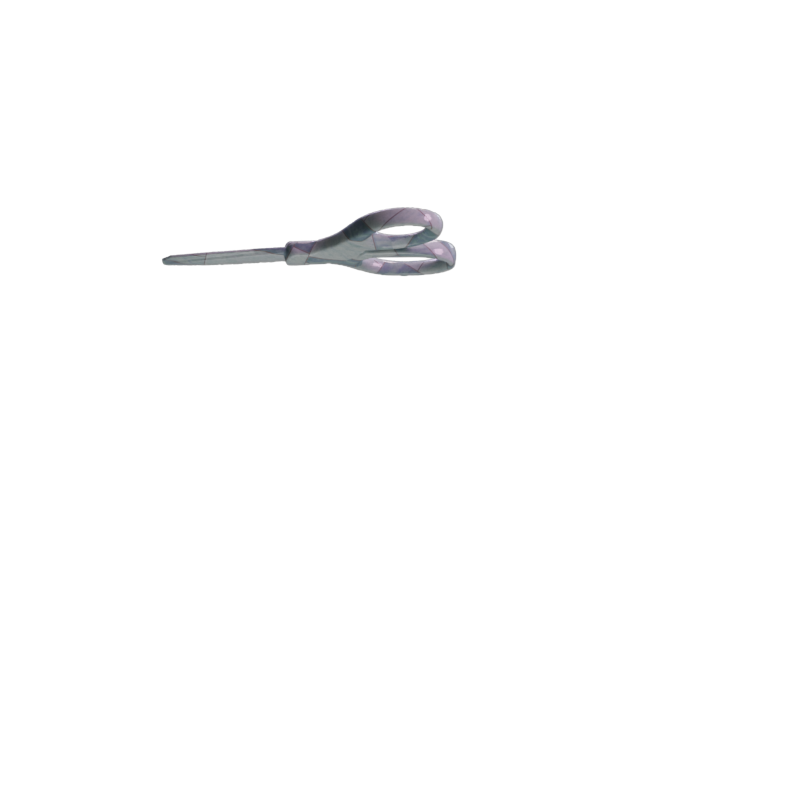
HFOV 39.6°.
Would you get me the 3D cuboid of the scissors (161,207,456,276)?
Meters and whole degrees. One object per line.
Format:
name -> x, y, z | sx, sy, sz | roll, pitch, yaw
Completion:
scissors -> -0.058, -0.106, 0.743 | 0.200, 0.017, 0.092 | 2, -19, -7
